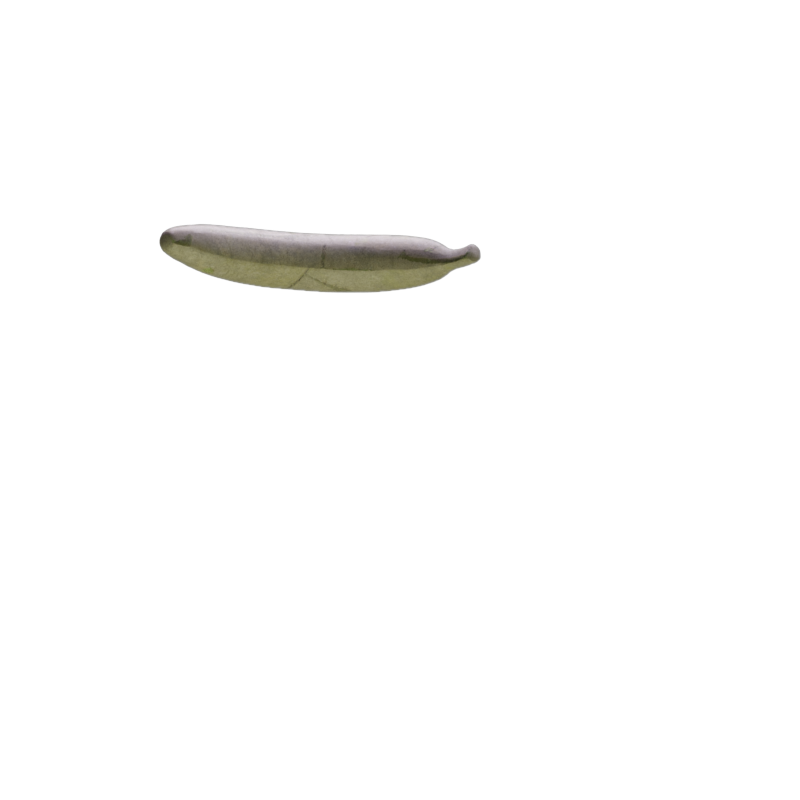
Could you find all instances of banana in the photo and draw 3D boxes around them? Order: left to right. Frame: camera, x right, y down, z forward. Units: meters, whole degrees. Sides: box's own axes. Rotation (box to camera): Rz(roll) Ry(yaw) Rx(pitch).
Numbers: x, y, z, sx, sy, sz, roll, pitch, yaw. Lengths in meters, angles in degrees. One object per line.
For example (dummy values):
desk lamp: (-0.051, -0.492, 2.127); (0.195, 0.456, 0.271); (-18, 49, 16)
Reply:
banana: (-0.052, -0.094, 0.711); (0.197, 0.039, 0.066); (1, -19, -2)
